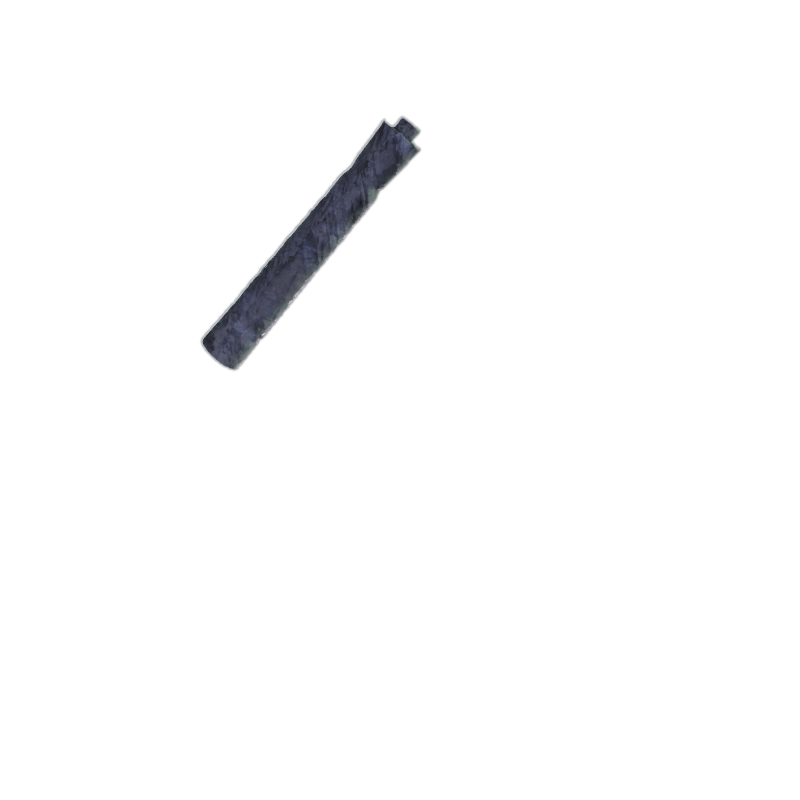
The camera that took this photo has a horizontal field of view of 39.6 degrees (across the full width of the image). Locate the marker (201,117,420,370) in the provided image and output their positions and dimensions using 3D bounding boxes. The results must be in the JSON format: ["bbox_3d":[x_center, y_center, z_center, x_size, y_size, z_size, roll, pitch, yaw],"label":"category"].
[{"bbox_3d":[-0.034,-0.063,0.441,0.019,0.120,0.020,39,8,-11],"label":"marker"}]
